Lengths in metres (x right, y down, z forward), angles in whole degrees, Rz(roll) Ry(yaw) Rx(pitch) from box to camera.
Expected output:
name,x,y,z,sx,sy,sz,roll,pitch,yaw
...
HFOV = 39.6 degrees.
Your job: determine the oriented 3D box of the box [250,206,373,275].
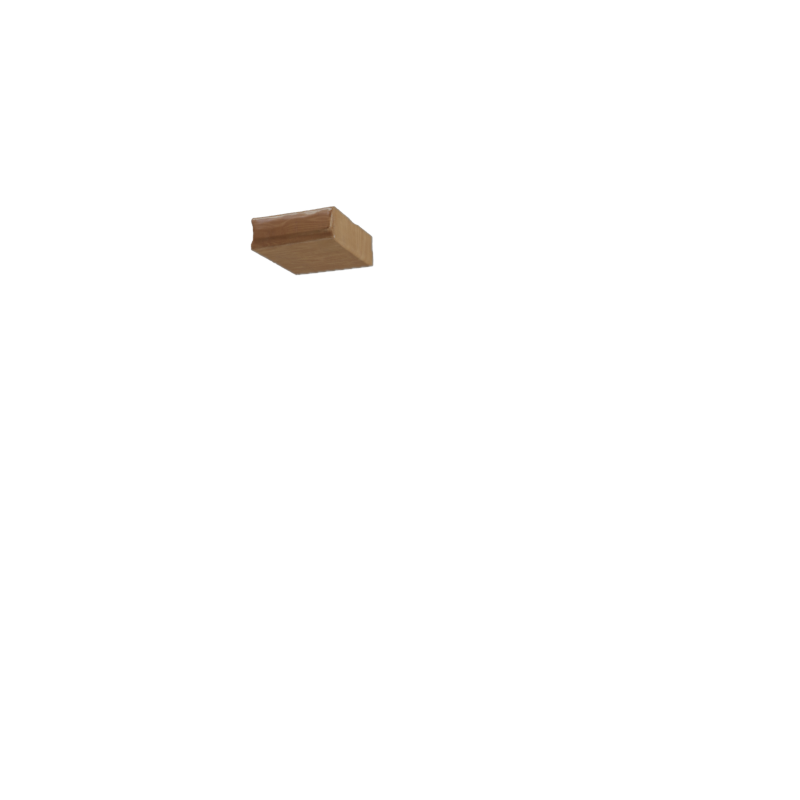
name,x,y,z,sx,sy,sz,roll,pitch,yaw
box,-0.071,-0.130,0.910,0.075,0.031,0.084,-5,-12,22
